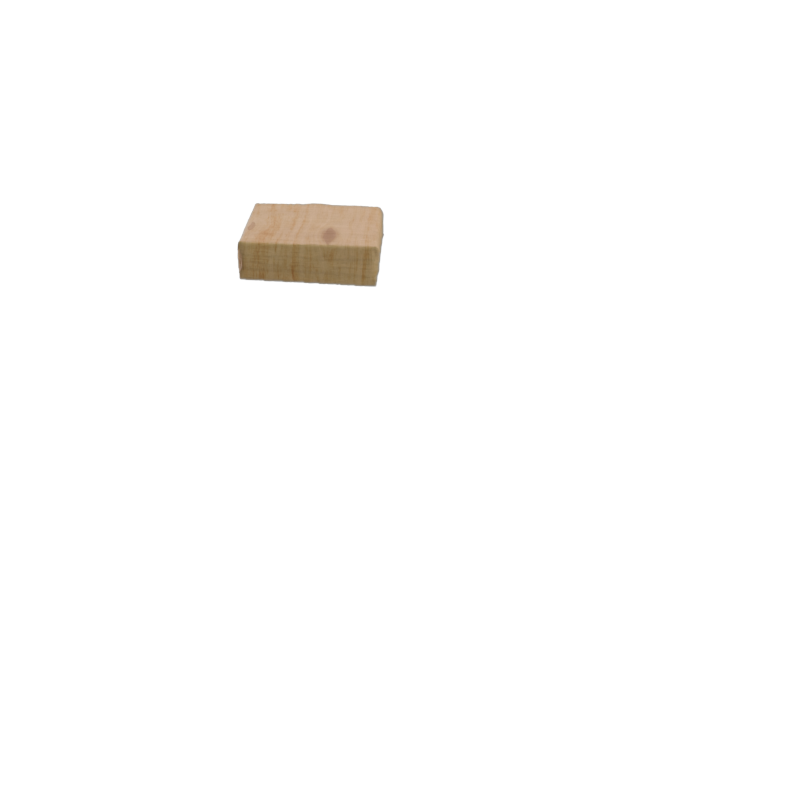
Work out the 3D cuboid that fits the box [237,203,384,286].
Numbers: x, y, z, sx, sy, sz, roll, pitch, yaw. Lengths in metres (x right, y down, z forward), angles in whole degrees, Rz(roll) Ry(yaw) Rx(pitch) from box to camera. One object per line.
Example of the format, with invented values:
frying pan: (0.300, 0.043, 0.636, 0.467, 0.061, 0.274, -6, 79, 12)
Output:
box: (-0.056, -0.103, 0.721, 0.090, 0.029, 0.077, 2, 28, 3)
